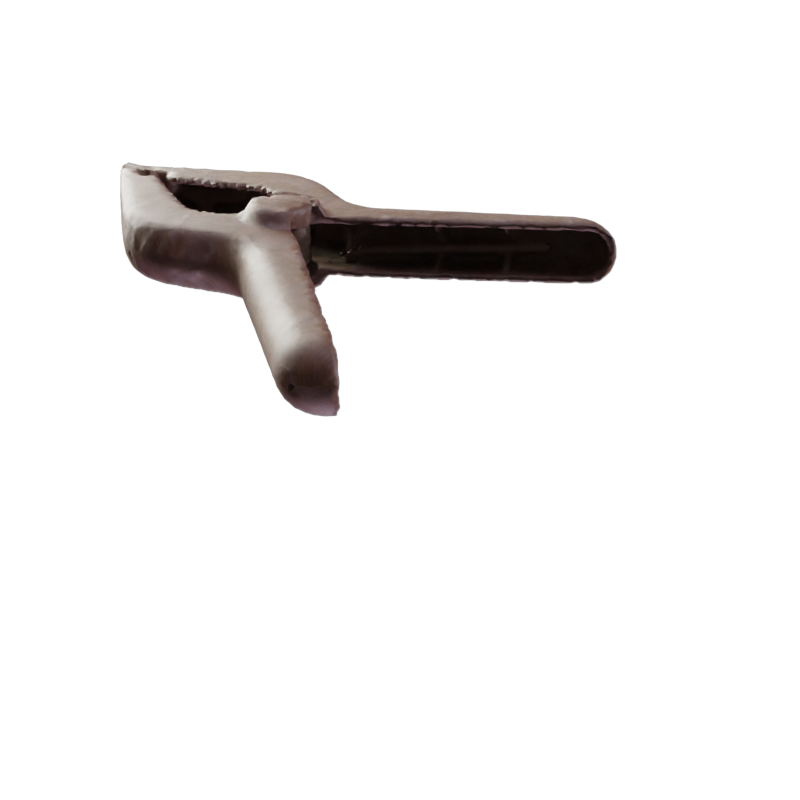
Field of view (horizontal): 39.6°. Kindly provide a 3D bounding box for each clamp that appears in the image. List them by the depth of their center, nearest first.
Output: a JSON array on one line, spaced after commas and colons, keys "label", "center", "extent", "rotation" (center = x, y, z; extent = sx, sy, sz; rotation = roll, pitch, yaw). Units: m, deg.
[{"label": "clamp", "center": [-0.034, -0.063, 0.439], "extent": [0.162, 0.035, 0.224], "rotation": [-20, 32, -35]}]
